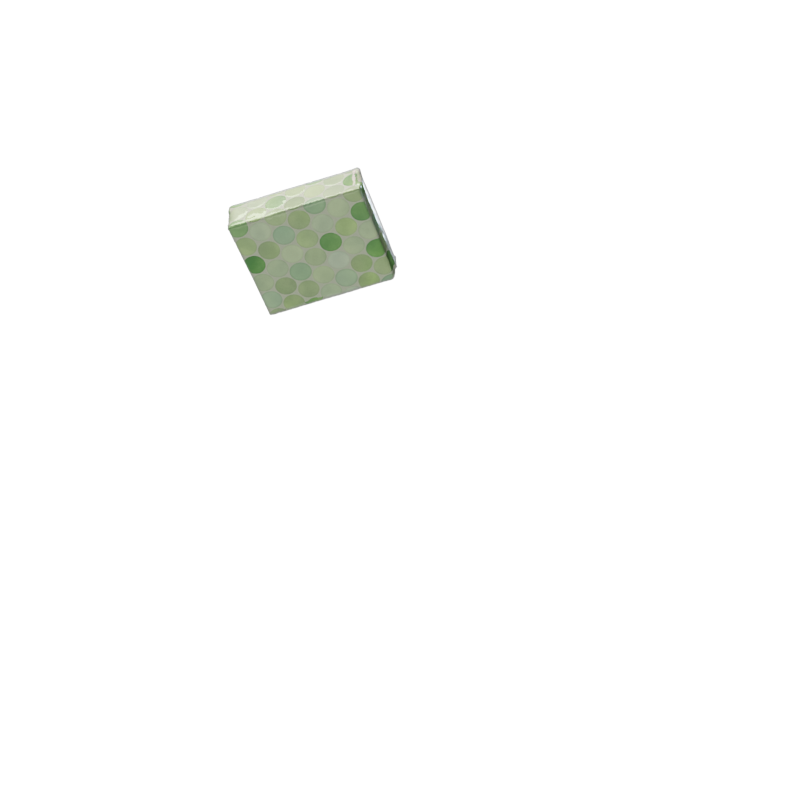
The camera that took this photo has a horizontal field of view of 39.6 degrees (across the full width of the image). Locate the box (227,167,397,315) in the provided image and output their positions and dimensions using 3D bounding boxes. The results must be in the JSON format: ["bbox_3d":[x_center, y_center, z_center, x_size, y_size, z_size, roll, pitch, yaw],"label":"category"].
[{"bbox_3d":[-0.055,-0.101,0.704,0.090,0.068,0.032,-16,36,11],"label":"box"}]
